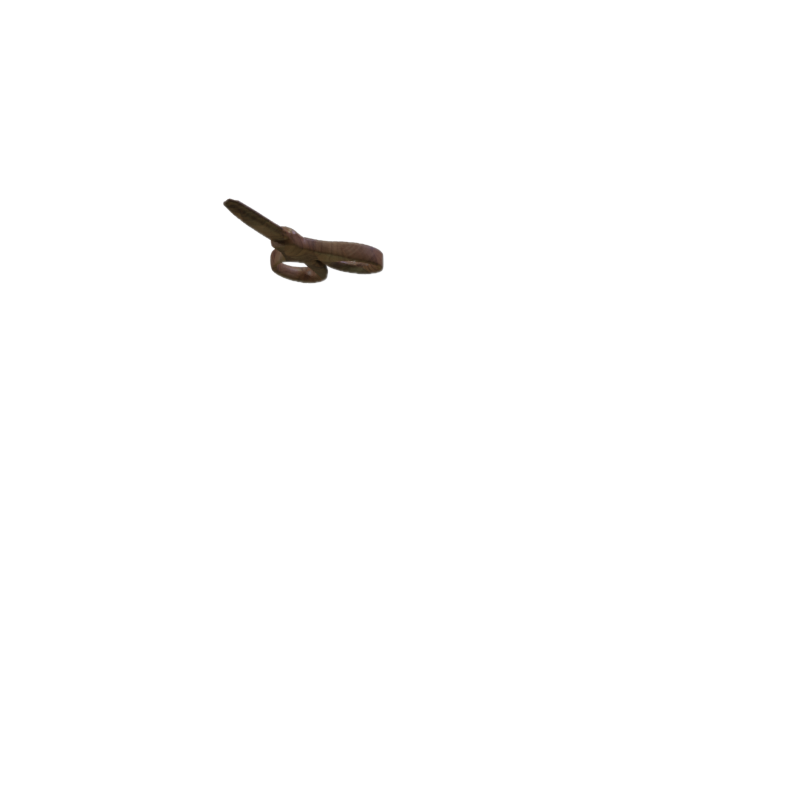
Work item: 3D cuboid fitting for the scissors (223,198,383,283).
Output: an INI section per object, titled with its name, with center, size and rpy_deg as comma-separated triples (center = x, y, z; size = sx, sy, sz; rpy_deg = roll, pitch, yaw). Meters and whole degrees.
[scissors]
center = -0.062, -0.113, 0.790
size = 0.097, 0.016, 0.195
rpy_deg = 0, -7, 2
